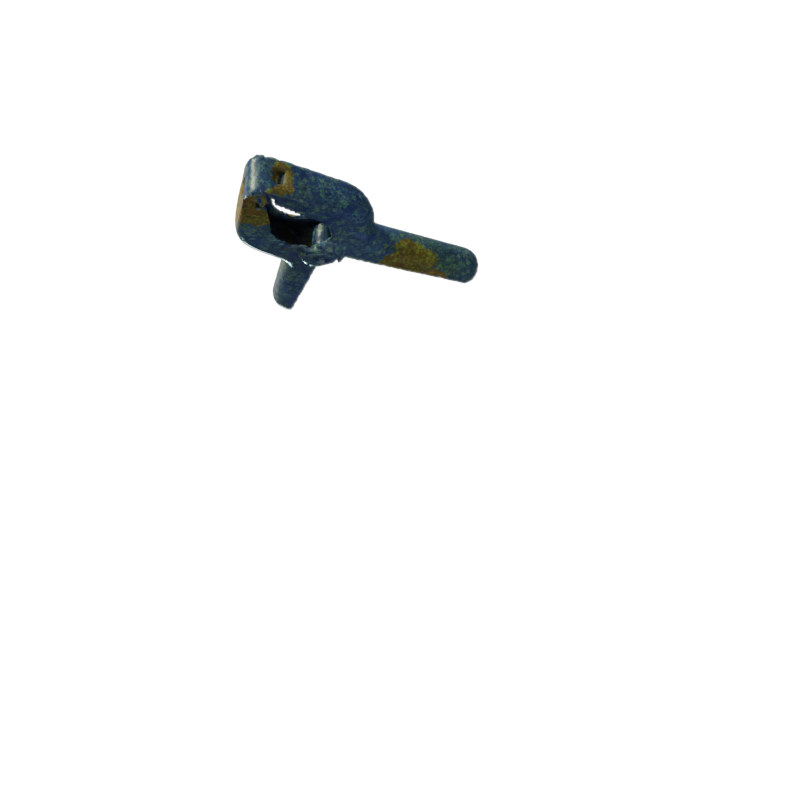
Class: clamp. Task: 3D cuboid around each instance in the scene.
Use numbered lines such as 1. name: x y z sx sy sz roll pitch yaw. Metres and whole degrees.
1. clamp: -0.061 -0.111 0.778 0.168 0.038 0.196 -10 -20 29
